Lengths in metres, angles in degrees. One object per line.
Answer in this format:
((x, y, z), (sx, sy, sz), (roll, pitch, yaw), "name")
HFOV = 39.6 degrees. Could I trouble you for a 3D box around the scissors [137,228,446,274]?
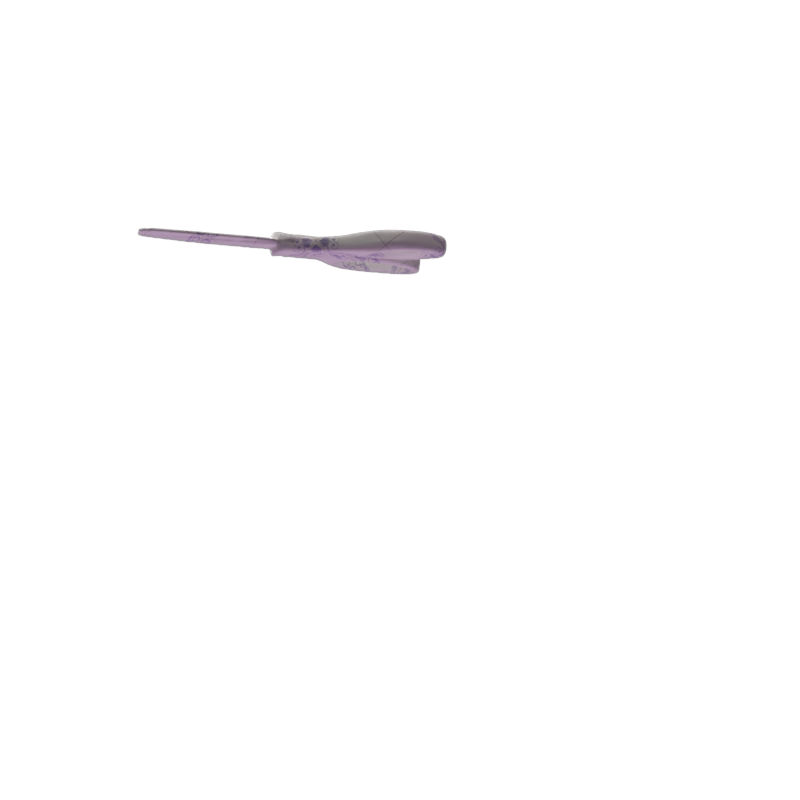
((-0.055, -0.101, 0.704), (0.192, 0.016, 0.099), (4, -6, -40), "scissors")
